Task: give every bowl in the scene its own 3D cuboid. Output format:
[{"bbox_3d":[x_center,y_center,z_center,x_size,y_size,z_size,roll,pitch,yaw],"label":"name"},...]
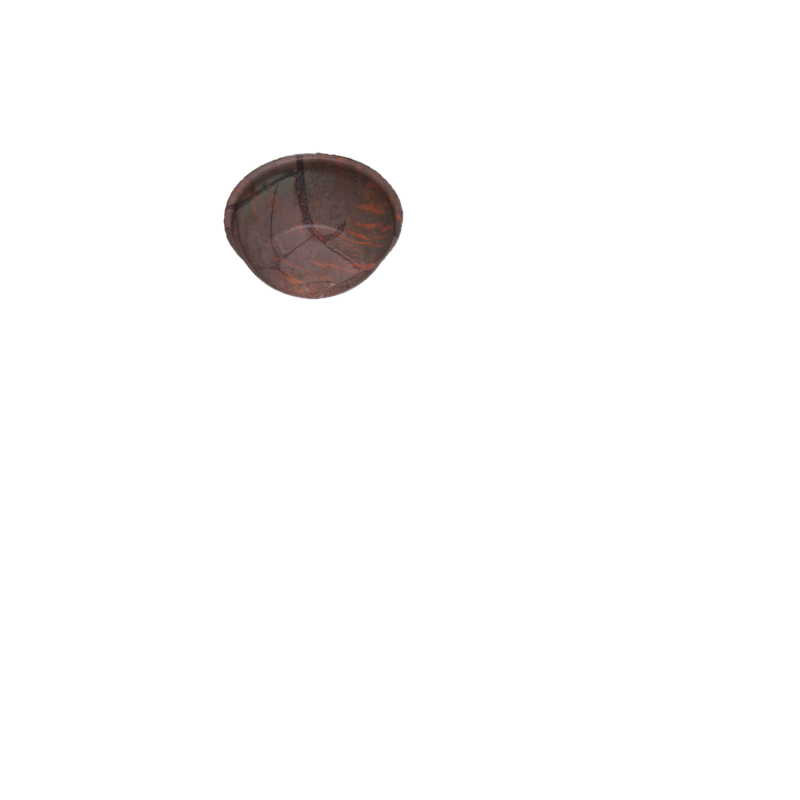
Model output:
[{"bbox_3d":[-0.077,-0.140,0.979,0.162,0.059,0.151,1,-42,-1],"label":"bowl"}]
